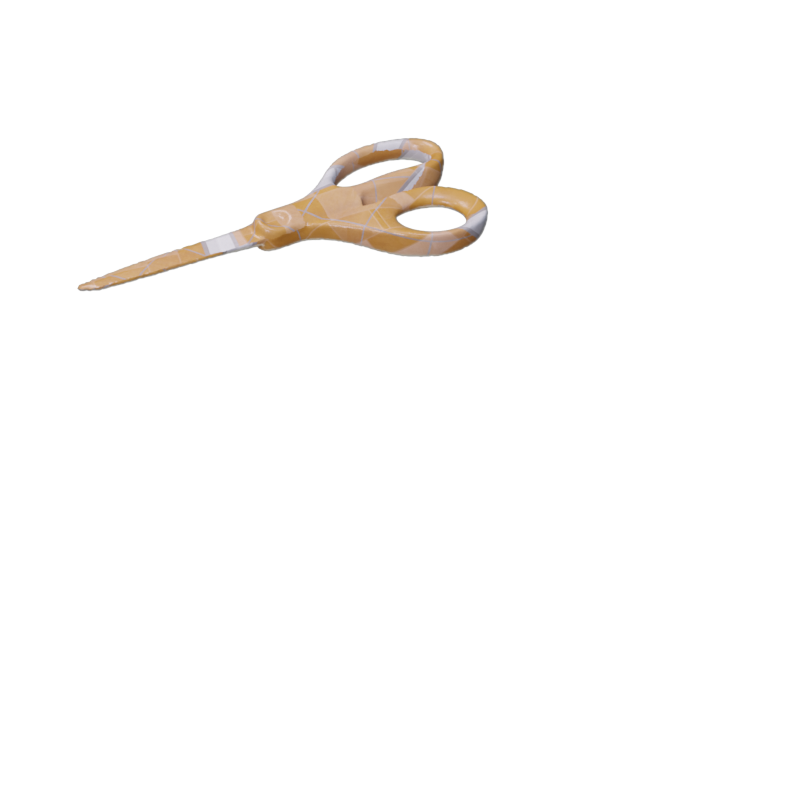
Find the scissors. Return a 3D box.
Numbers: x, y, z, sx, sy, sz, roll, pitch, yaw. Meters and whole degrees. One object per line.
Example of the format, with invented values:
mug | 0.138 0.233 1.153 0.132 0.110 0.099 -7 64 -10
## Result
scissors | -0.041 -0.074 0.522 0.103 0.015 0.203 32 51 31
